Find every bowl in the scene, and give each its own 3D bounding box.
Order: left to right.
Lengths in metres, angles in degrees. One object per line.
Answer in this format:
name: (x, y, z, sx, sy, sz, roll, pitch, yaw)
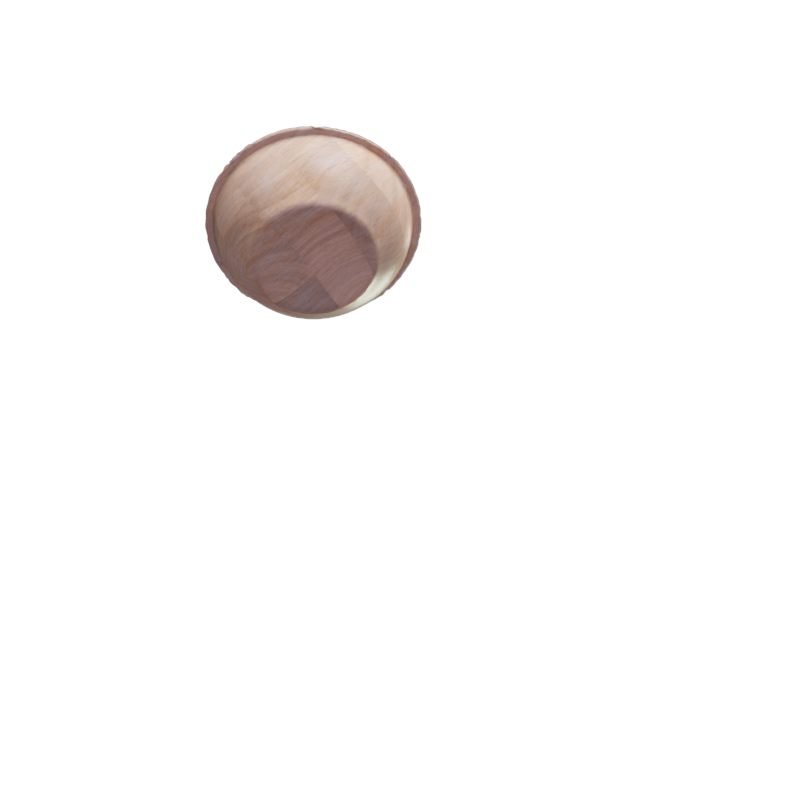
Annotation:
bowl: (-0.063, -0.115, 0.807, 0.162, 0.152, 0.059, 1, 31, -1)
